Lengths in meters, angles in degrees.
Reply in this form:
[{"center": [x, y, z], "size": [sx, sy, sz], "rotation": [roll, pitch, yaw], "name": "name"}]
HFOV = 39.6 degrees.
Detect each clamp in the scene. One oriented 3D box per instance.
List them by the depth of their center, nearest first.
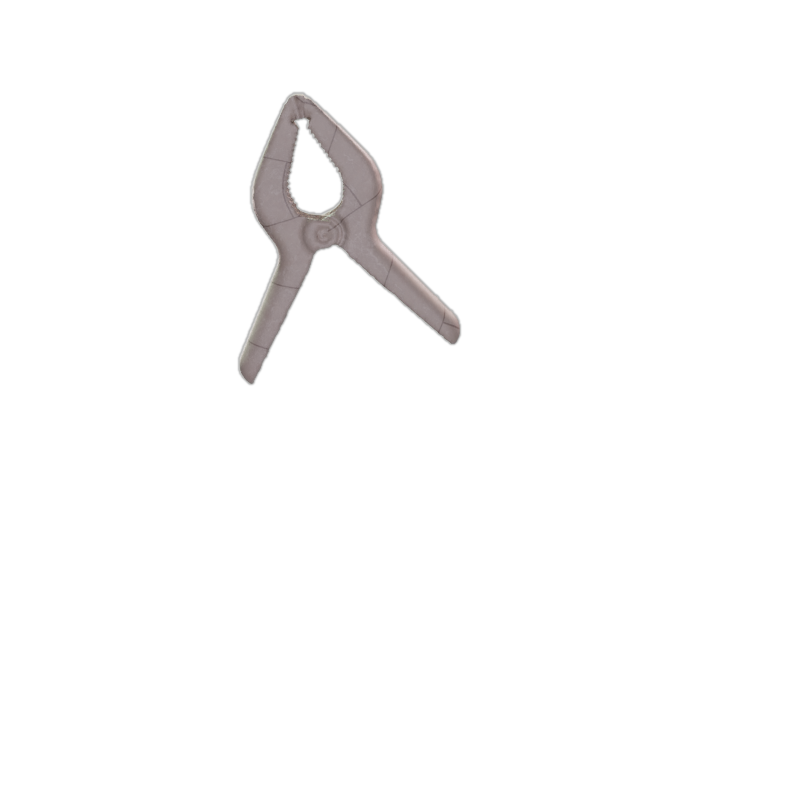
[{"center": [-0.063, -0.115, 0.803], "size": [0.165, 0.205, 0.037], "rotation": [-18, 9, 3], "name": "clamp"}]
